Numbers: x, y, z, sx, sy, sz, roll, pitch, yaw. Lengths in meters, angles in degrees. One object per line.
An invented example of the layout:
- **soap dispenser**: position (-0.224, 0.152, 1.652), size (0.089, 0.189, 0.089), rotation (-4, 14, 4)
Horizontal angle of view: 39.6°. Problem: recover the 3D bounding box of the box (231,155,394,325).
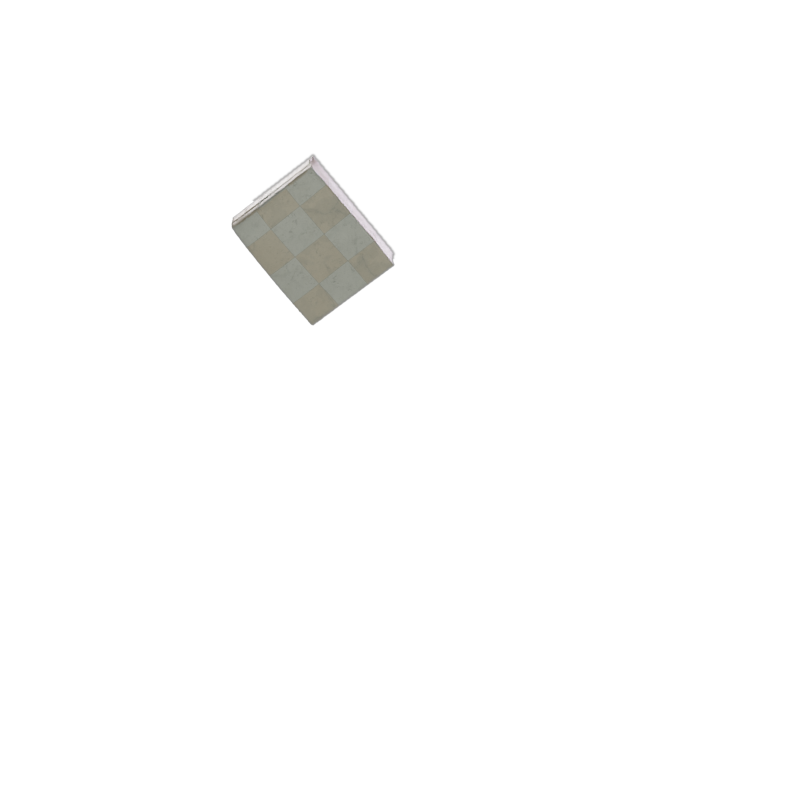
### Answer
- **box**: position (-0.073, -0.132, 0.925), size (0.089, 0.109, 0.041), rotation (-36, 17, 12)
